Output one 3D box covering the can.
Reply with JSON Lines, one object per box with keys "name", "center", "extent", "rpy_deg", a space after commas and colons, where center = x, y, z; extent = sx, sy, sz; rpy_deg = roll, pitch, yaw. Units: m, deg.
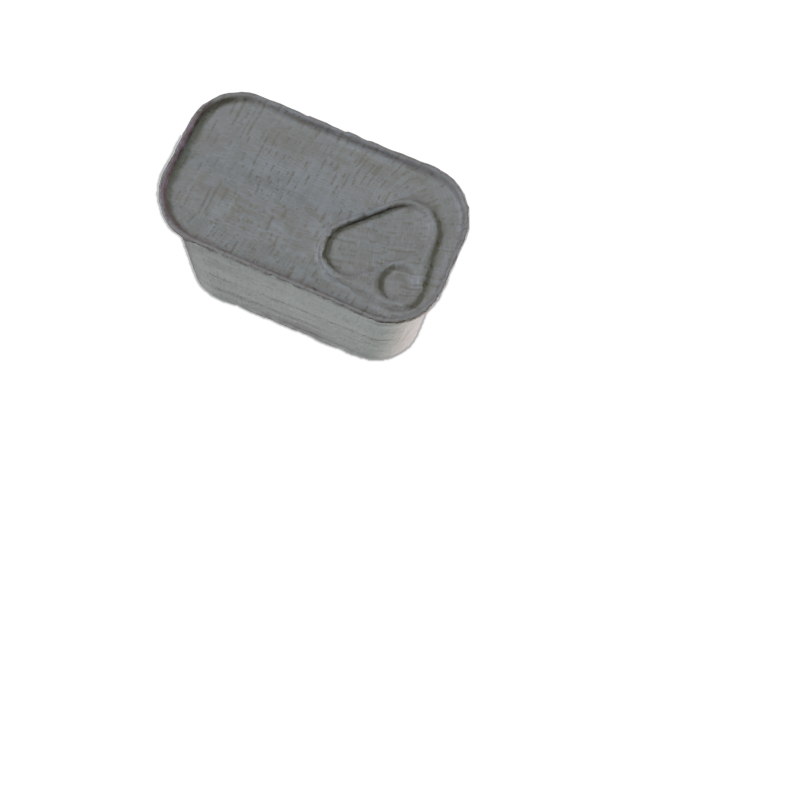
{"name": "can", "center": [-0.032, -0.058, 0.407], "extent": [0.103, 0.059, 0.081], "rpy_deg": [23, -13, 4]}
